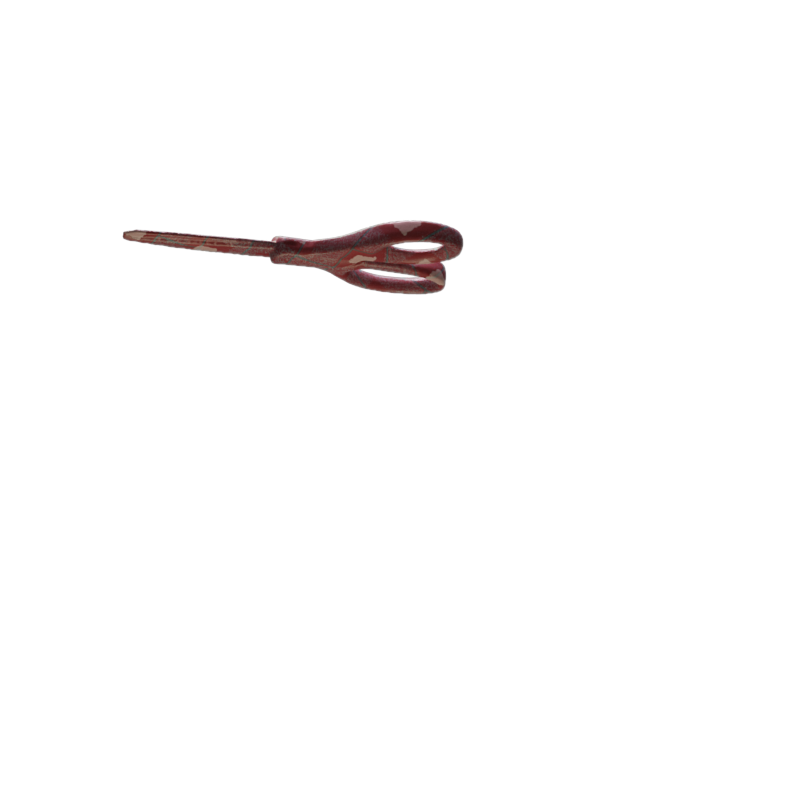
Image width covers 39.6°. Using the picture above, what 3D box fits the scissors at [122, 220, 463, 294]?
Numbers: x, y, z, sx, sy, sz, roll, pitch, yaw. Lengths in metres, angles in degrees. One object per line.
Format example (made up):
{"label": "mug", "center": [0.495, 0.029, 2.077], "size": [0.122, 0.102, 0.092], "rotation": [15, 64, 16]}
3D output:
{"label": "scissors", "center": [-0.051, -0.093, 0.649], "size": [0.193, 0.016, 0.096], "rotation": [9, -20, -28]}
